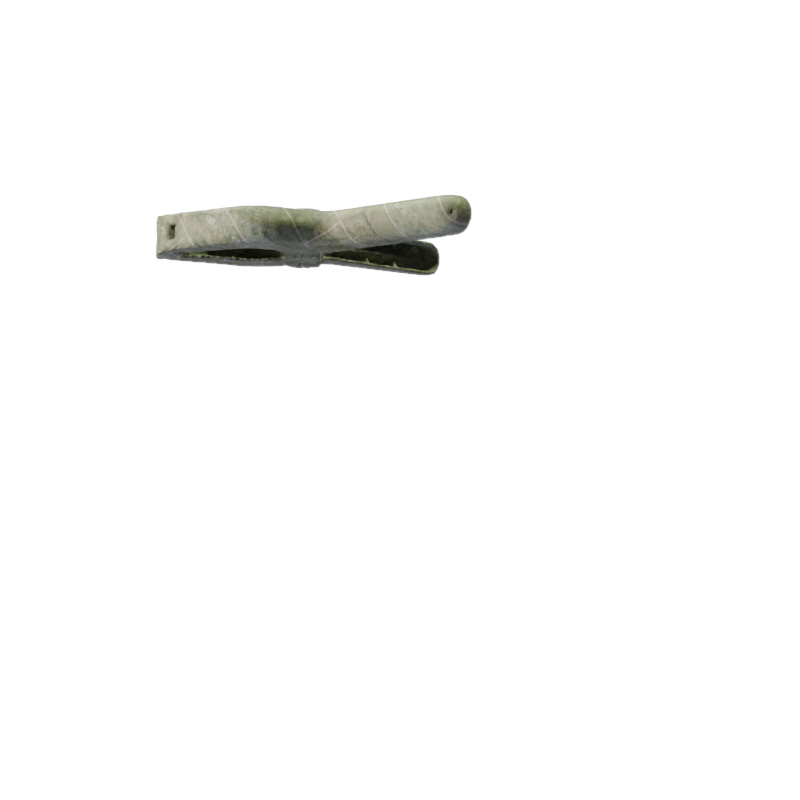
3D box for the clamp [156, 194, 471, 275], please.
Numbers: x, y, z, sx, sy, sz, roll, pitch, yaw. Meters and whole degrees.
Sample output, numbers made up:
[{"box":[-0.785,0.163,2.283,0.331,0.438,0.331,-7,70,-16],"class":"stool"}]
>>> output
[{"box":[-0.060,-0.109,0.762,0.211,0.037,0.160,0,-5,4],"class":"clamp"}]
